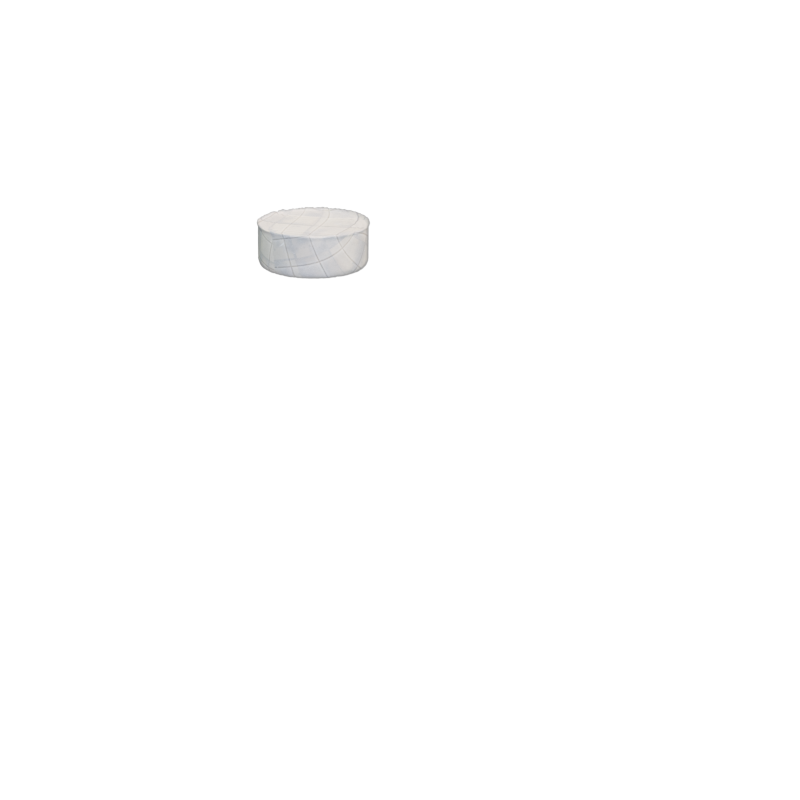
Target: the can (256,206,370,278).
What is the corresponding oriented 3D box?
[{"bbox_3d":[-0.066,-0.121,0.845,0.086,0.032,0.090,-1,23,-2],"label":"can"}]
